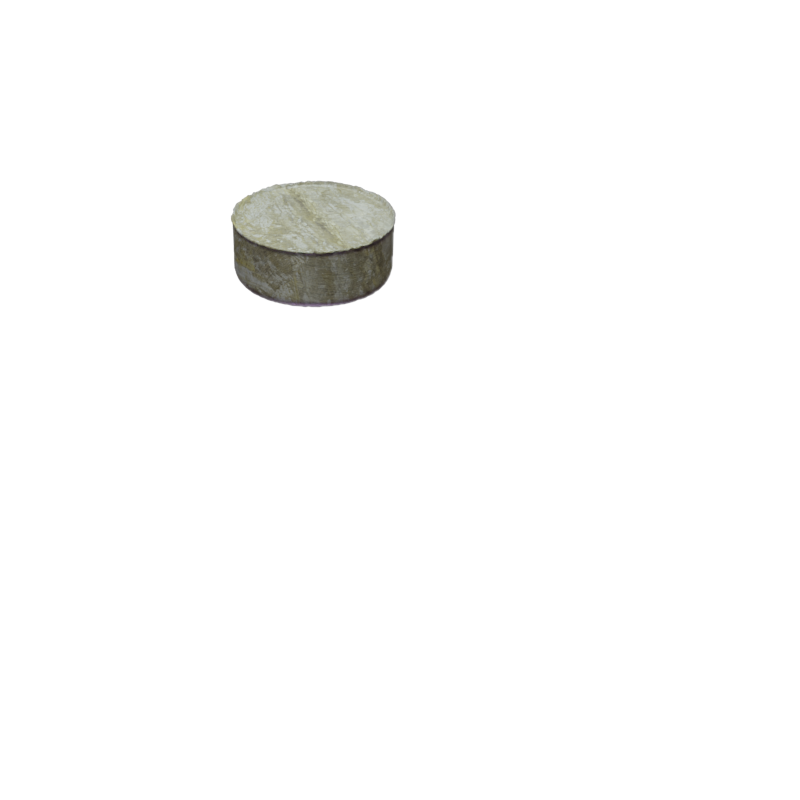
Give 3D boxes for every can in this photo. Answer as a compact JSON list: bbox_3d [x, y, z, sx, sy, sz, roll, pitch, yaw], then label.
[{"bbox_3d":[-0.046,-0.084,0.585,0.086,0.032,0.091,-1,33,-2],"label":"can"}]
